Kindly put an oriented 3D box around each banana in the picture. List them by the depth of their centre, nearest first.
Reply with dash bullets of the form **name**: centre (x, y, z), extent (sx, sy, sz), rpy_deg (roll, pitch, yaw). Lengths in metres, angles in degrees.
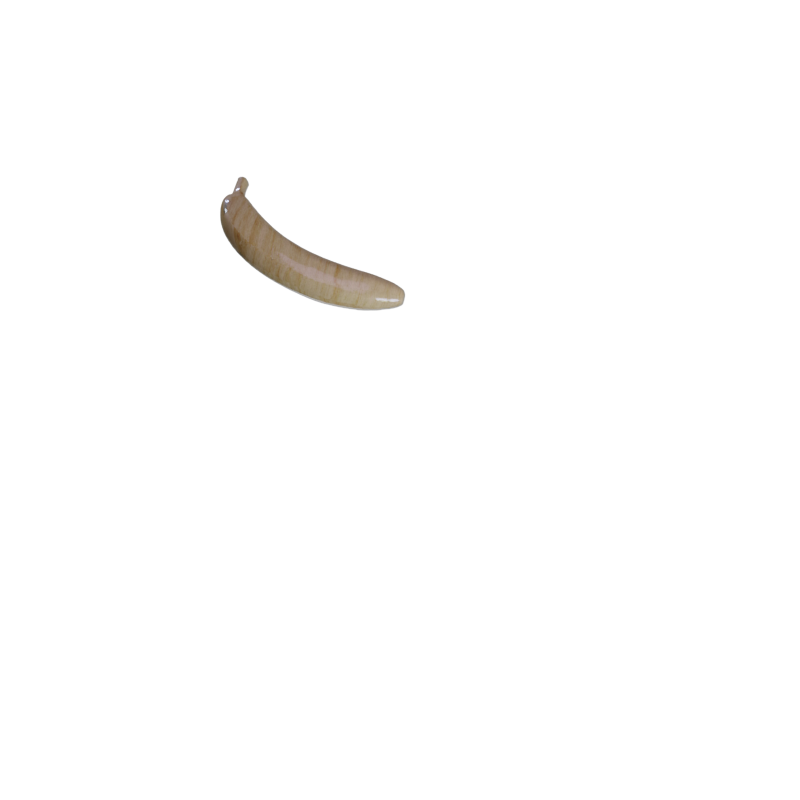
- **banana**: centre (-0.089, -0.126, 0.946), extent (0.208, 0.070, 0.034), rpy_deg (38, -25, 22)
